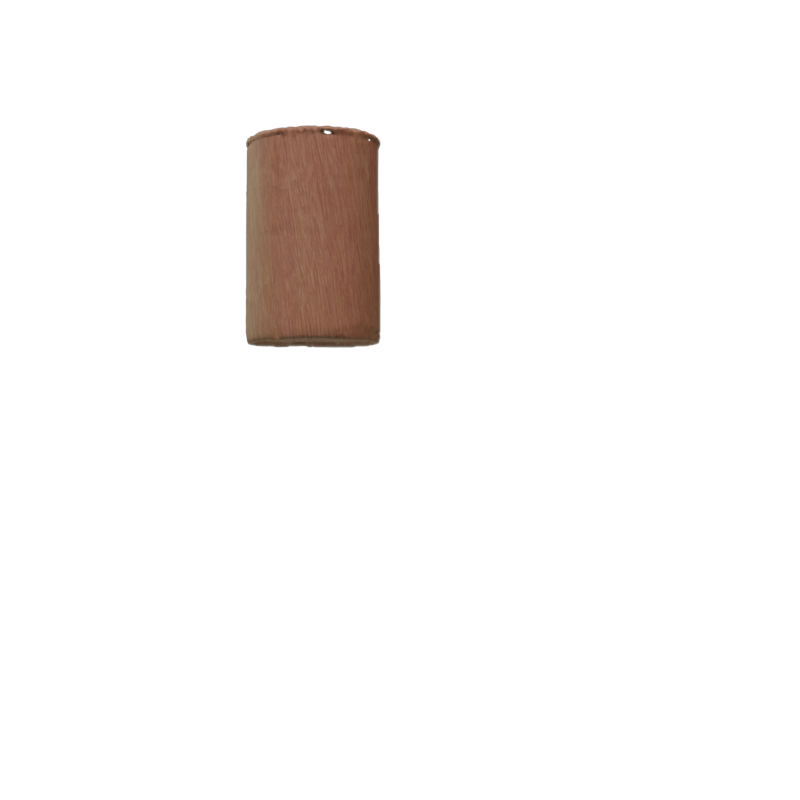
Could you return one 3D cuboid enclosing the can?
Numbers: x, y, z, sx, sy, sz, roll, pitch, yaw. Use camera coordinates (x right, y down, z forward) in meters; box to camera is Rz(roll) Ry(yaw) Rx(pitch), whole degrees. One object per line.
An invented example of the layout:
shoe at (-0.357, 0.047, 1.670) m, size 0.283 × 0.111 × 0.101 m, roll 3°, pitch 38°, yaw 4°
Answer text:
can at (-0.043, -0.079, 0.552) m, size 0.068 × 0.104 × 0.067 m, roll 0°, pitch -6°, yaw -2°
